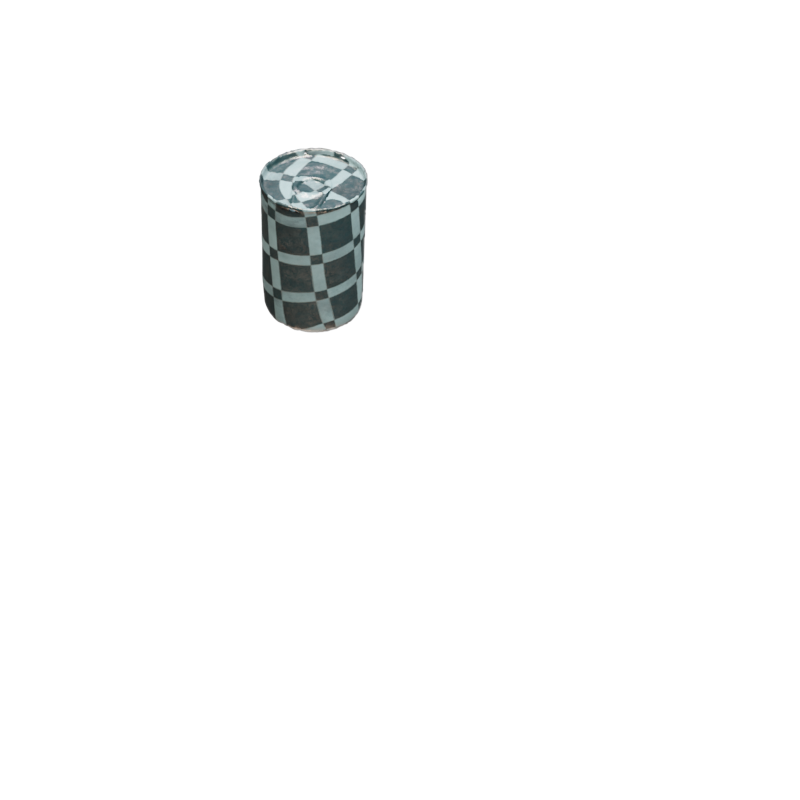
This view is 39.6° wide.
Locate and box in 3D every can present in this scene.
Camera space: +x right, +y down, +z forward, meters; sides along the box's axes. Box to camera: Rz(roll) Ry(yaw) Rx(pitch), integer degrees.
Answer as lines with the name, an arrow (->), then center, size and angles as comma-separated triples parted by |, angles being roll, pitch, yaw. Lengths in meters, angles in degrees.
can -> -0.056, -0.103, 0.721 | 0.068, 0.095, 0.073 | 0, 41, -3
